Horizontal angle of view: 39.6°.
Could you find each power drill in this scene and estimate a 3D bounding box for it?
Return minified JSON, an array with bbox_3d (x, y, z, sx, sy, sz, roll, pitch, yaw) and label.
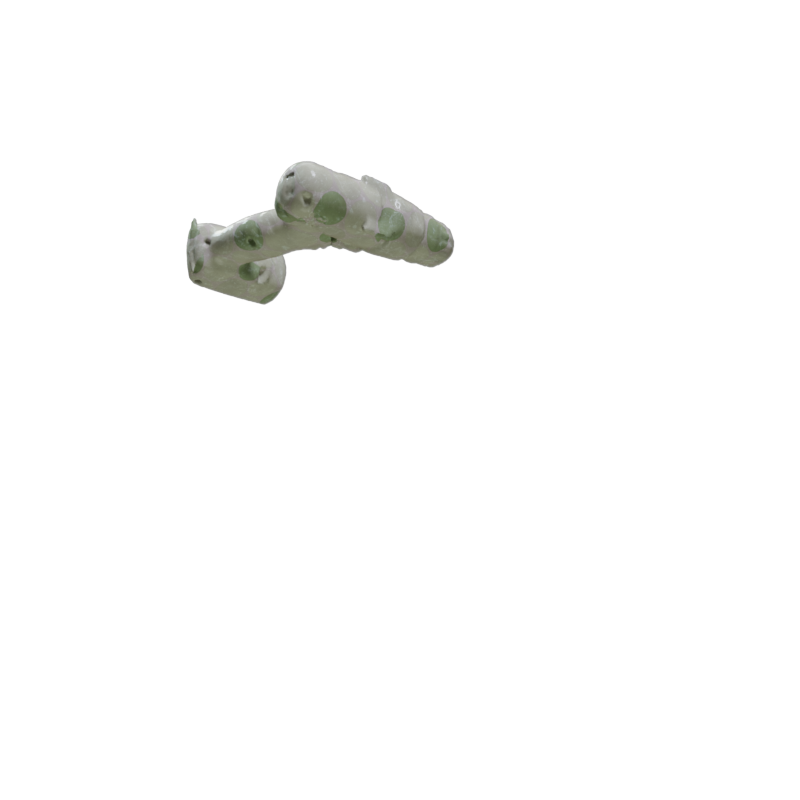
[{"bbox_3d":[-0.073,-0.133,0.929,0.190,0.060,0.173,-17,-24,40],"label":"power drill"}]
